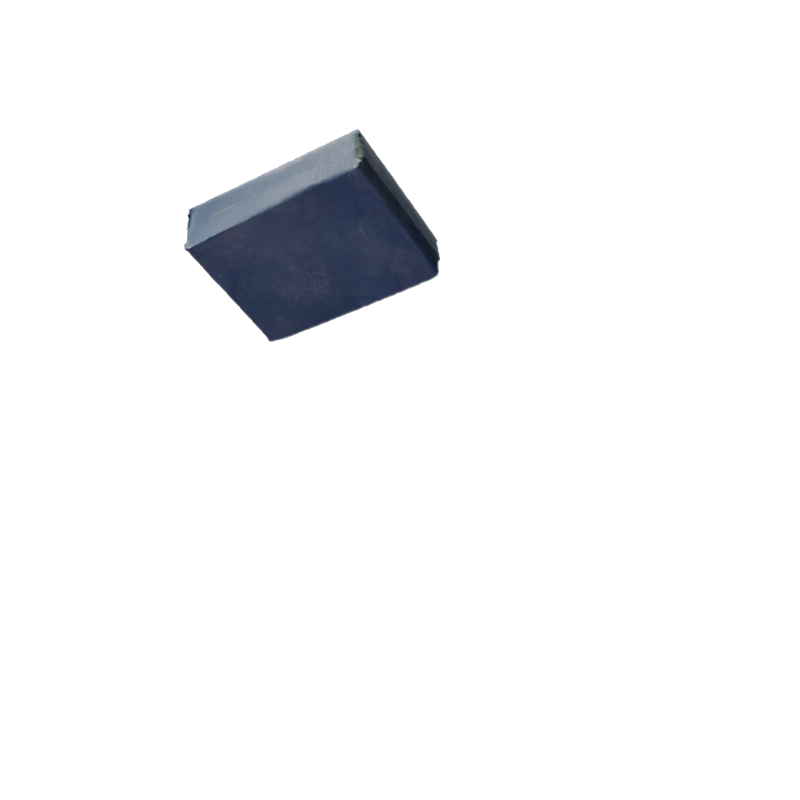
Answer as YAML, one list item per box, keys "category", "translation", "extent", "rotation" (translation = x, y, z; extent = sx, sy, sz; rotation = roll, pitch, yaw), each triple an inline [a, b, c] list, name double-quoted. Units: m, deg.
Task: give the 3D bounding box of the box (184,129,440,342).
- category: "box"
  translation: [-0.048, -0.087, 0.611]
  extent: [0.114, 0.042, 0.083]
  rotation: [-22, -50, 20]
